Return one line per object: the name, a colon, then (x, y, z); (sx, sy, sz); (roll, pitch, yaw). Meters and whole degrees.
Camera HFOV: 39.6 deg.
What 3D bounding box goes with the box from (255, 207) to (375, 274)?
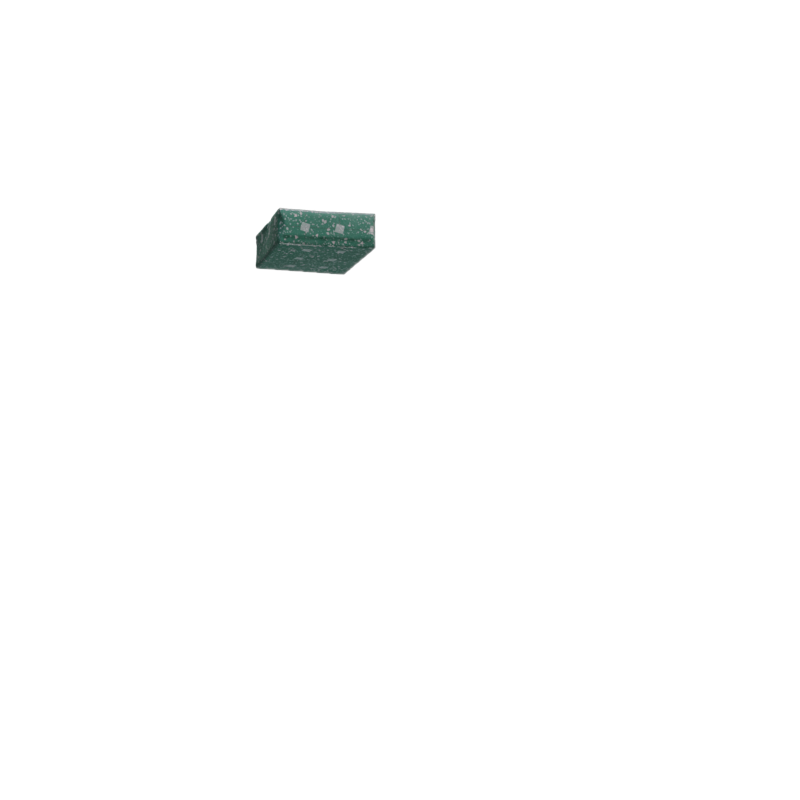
box: (-0.066, -0.119, 0.837); (0.072, 0.031, 0.089); (2, -7, -16)
